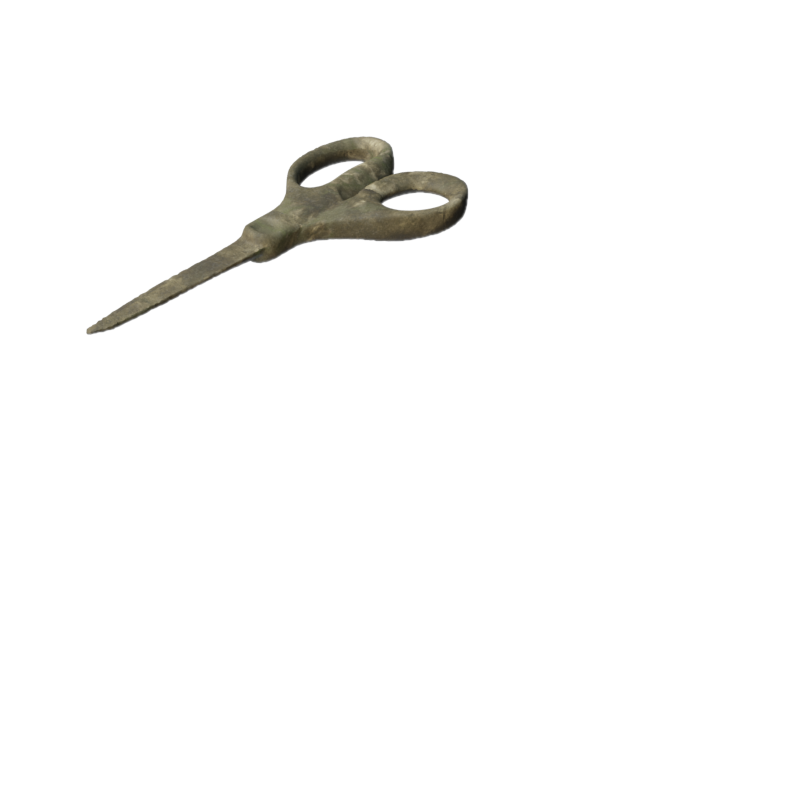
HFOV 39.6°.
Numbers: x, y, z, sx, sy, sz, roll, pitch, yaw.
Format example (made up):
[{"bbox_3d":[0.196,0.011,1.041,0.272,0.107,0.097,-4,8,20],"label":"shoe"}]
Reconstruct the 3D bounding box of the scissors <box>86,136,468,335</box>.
[{"bbox_3d":[-0.038,-0.068,0.480,0.100,0.015,0.208,13,37,18],"label":"scissors"}]
